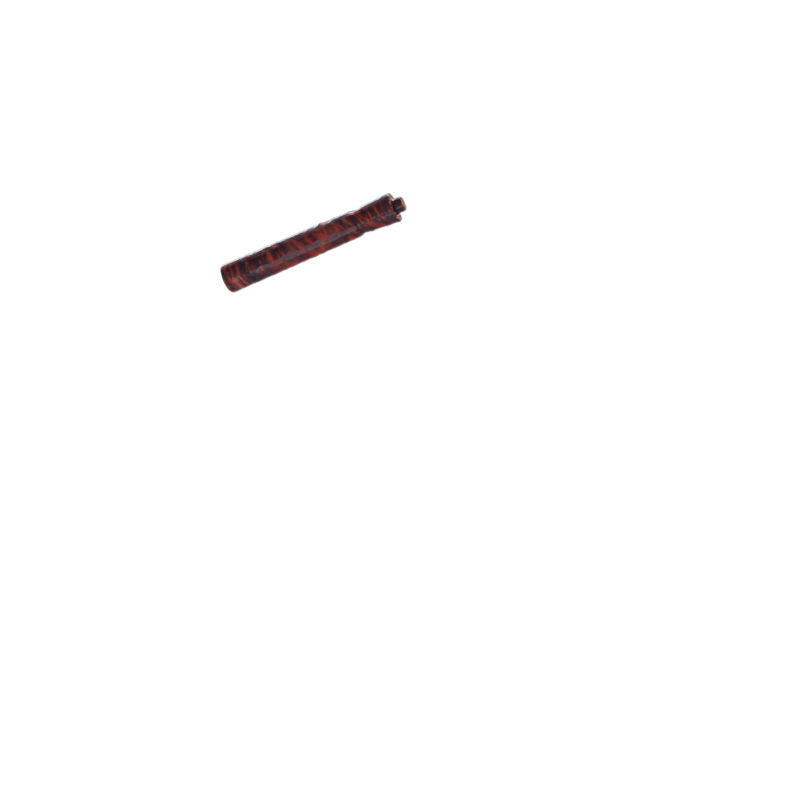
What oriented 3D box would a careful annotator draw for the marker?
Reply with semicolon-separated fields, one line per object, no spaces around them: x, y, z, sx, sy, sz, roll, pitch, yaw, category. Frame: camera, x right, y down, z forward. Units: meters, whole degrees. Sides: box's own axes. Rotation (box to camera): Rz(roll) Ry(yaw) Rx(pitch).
-0.053;-0.096;0.672;0.121;0.020;0.019;-21;-2;16;marker
